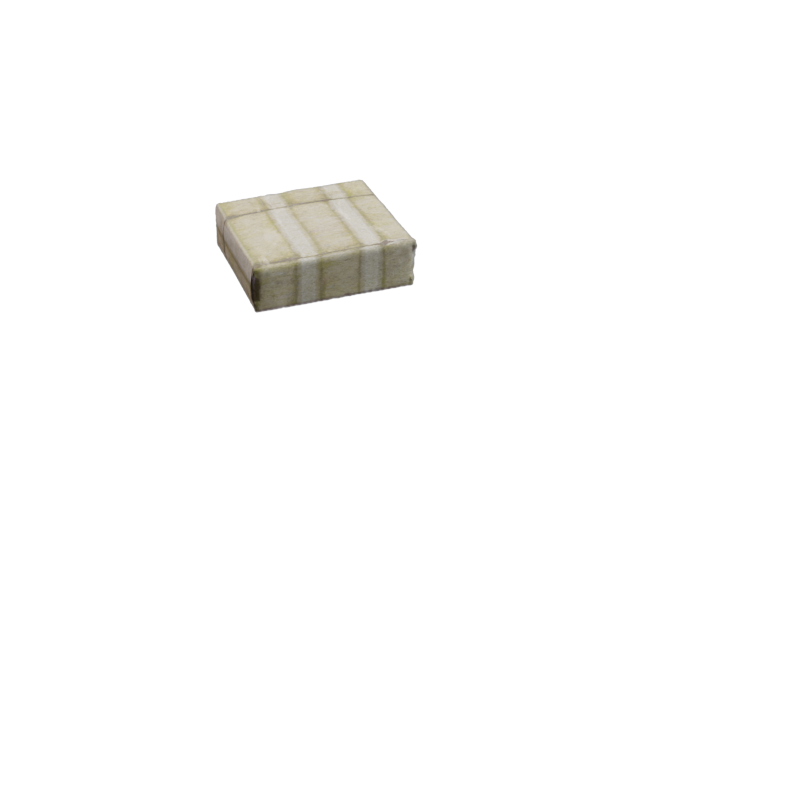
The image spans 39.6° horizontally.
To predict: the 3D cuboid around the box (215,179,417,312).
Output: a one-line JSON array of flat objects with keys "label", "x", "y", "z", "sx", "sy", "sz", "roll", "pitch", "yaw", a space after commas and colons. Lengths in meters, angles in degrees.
[{"label": "box", "x": -0.046, "y": -0.084, "z": 0.587, "sx": 0.088, "sy": 0.028, "sz": 0.079, "roll": -13, "pitch": 38, "yaw": -17}]
